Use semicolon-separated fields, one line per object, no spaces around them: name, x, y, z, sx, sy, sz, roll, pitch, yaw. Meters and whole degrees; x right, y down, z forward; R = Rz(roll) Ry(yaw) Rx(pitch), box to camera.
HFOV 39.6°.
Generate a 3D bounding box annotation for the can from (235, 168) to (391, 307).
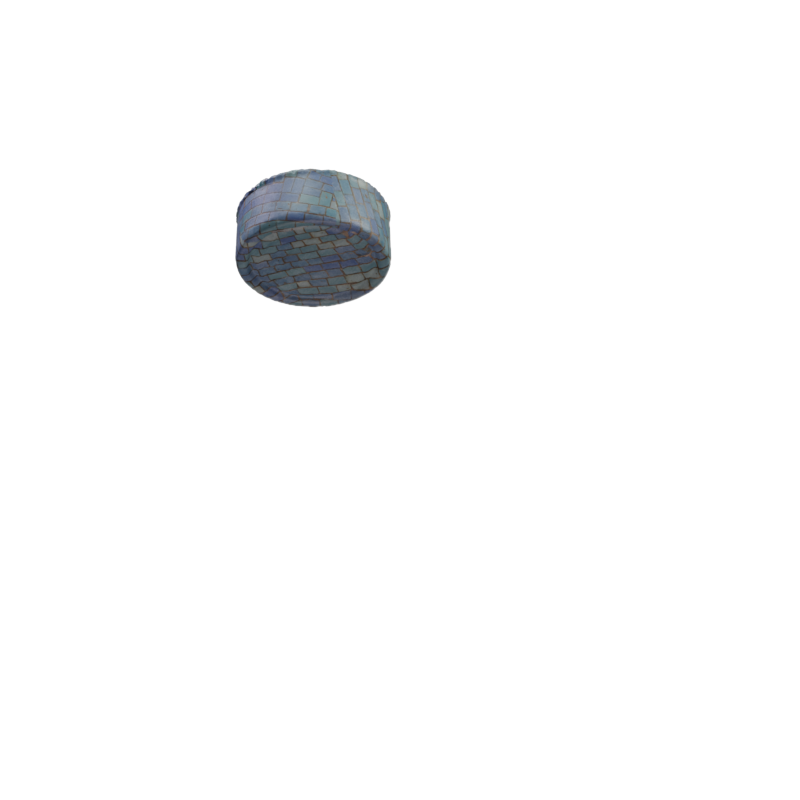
can;-0.048;-0.087;0.607;0.086;0.036;0.080;1;-31;-2
